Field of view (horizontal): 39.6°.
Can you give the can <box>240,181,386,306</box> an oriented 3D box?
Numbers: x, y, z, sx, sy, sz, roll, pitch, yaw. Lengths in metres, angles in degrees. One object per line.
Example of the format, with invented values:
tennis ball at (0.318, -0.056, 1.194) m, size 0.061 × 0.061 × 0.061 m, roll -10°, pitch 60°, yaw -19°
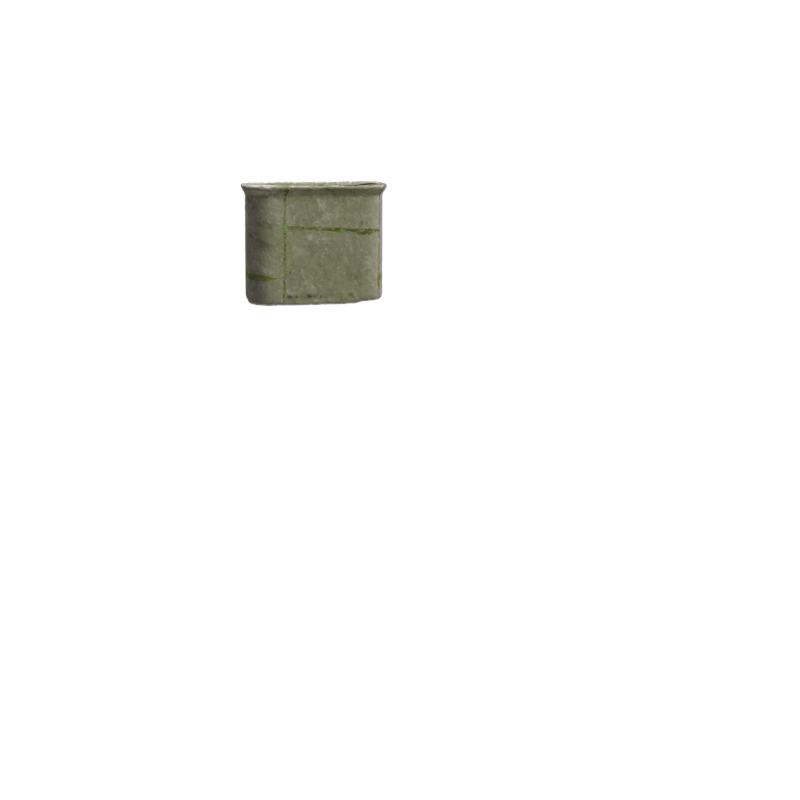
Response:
can at (-0.062, -0.113, 0.791) m, size 0.101 × 0.082 × 0.059 m, roll -2°, pitch 9°, yaw -10°
